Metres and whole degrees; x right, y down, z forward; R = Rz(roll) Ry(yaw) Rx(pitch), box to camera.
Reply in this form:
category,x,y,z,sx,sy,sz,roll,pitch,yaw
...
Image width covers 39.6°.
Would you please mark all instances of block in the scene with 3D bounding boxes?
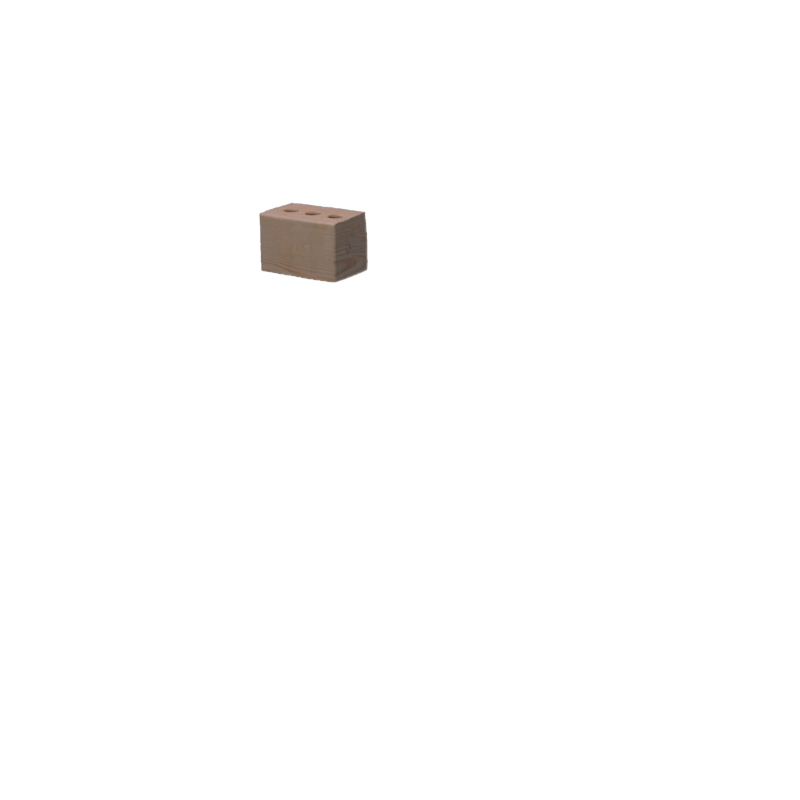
category,x,y,z,sx,sy,sz,roll,pitch,yaw
block,-0.073,-0.134,0.936,0.081,0.049,0.052,11,20,29
